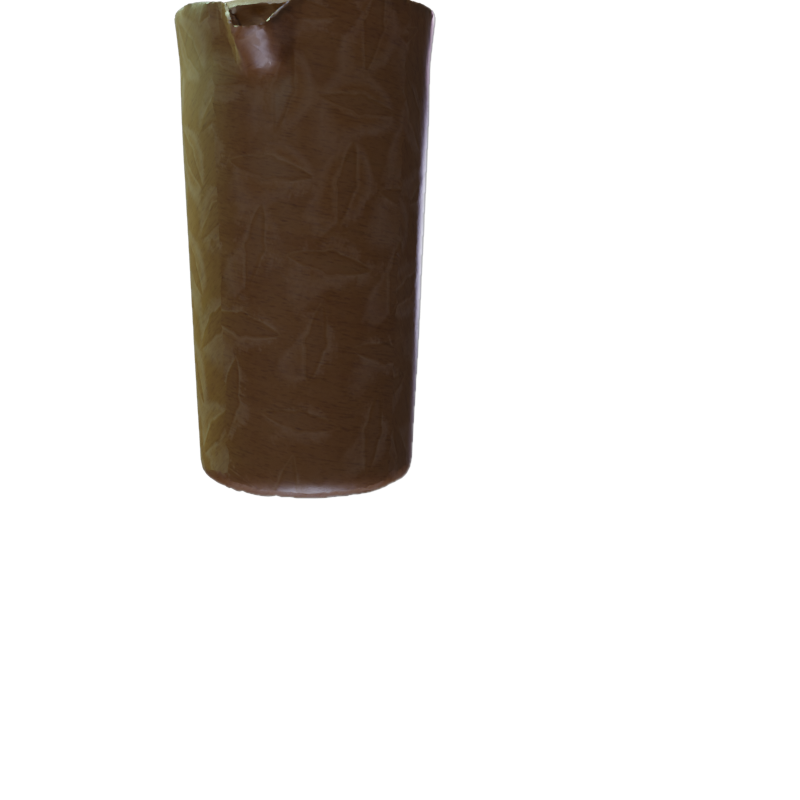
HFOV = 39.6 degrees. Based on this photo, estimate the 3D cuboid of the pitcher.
[{"bbox_3d":[-0.045,-0.082,0.578,0.144,0.243,0.150,-1,2,-31],"label":"pitcher"}]
